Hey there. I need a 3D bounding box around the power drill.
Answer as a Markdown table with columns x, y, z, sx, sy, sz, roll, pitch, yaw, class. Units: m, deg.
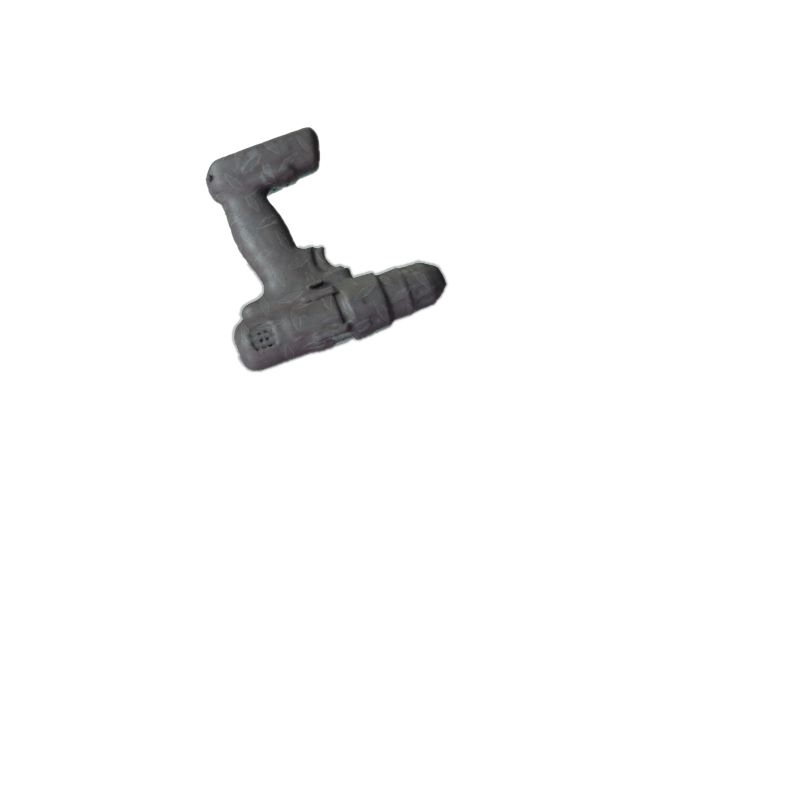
| x | y | z | sx | sy | sz | roll | pitch | yaw | class |
| --- | --- | --- | --- | --- | --- | --- | --- | --- | --- |
| -0.074 | -0.135 | 0.946 | 0.184 | 0.196 | 0.055 | -20 | -17 | -7 | power drill |
